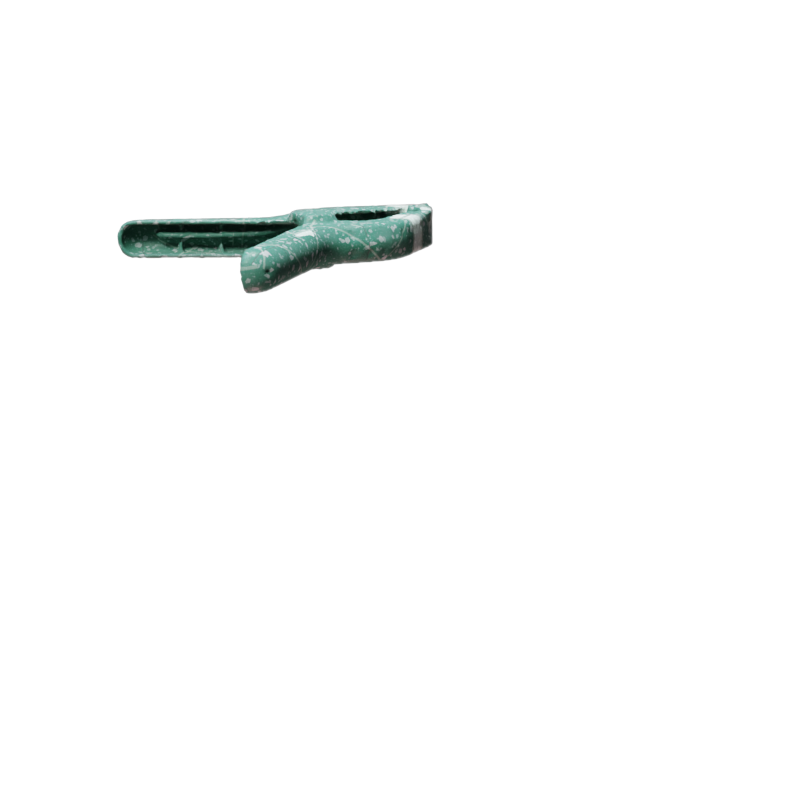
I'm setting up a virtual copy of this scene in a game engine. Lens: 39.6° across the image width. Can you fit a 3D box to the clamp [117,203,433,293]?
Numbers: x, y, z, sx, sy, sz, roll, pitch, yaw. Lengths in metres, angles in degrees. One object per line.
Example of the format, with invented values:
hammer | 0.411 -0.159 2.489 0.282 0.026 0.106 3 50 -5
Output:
clamp | -0.056 -0.101 0.709 0.205 0.035 0.174 -10 20 -29
